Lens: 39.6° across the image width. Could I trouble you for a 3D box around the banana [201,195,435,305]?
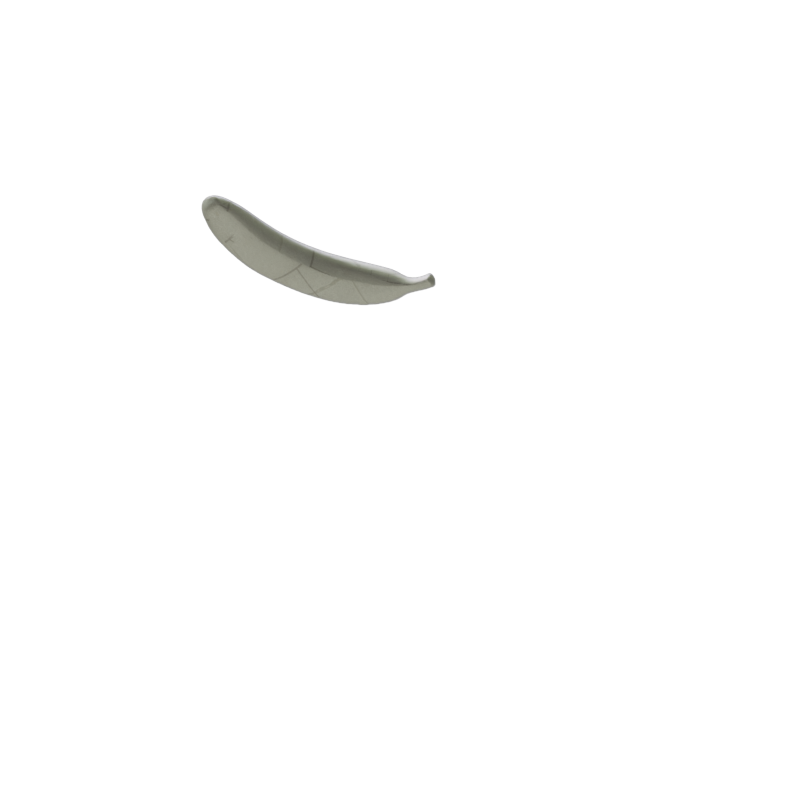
[{"bbox_3d":[-0.073,-0.113,0.874,0.190,0.039,0.067,16,-40,-21],"label":"banana"}]
